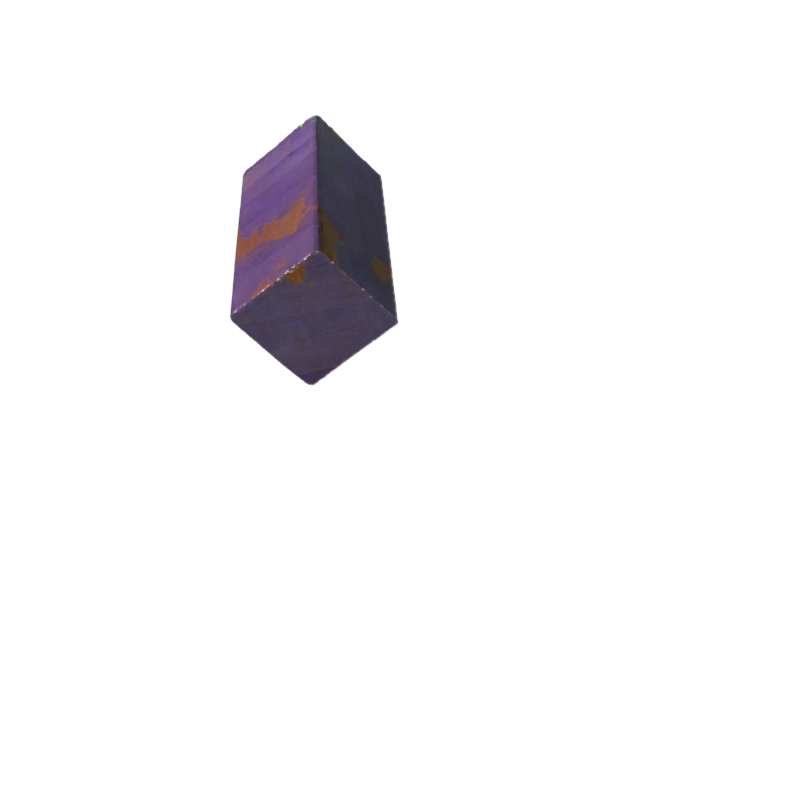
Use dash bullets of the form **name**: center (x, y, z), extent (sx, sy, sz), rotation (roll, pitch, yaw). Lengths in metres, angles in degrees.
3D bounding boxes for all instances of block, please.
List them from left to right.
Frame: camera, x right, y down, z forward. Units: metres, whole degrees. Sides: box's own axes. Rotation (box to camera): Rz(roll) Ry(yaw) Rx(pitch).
- **block**: center (-0.069, -0.125, 0.877), extent (0.090, 0.221, 0.085), rotation (-36, -58, 22)
